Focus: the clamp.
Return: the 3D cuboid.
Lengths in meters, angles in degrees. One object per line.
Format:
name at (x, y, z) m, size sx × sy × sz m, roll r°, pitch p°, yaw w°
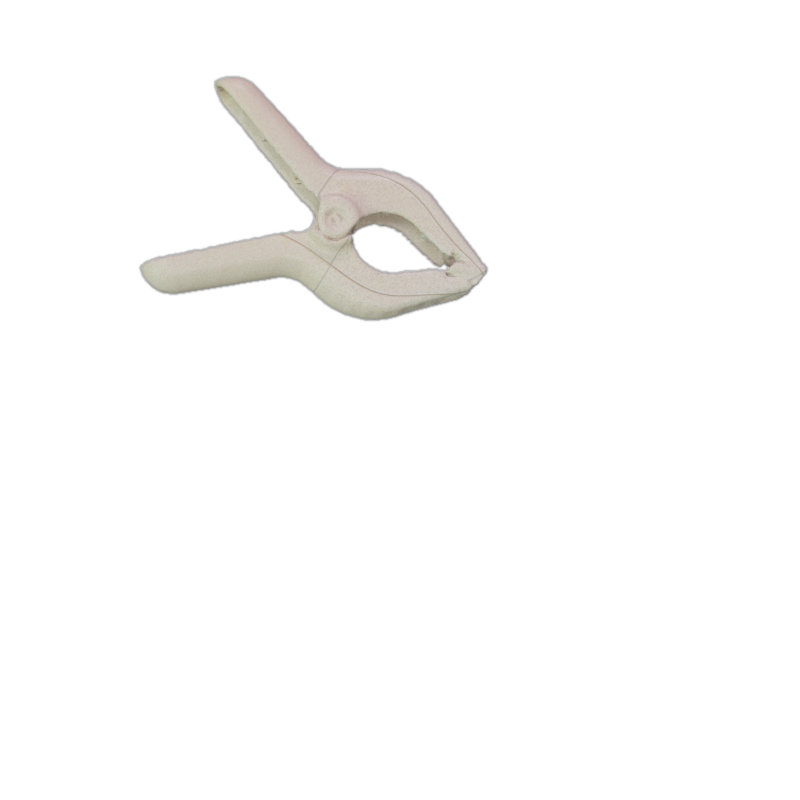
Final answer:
clamp at (-0.045, -0.081, 0.571) m, size 0.173 × 0.122 × 0.038 m, roll 28°, pitch -9°, yaw 4°
